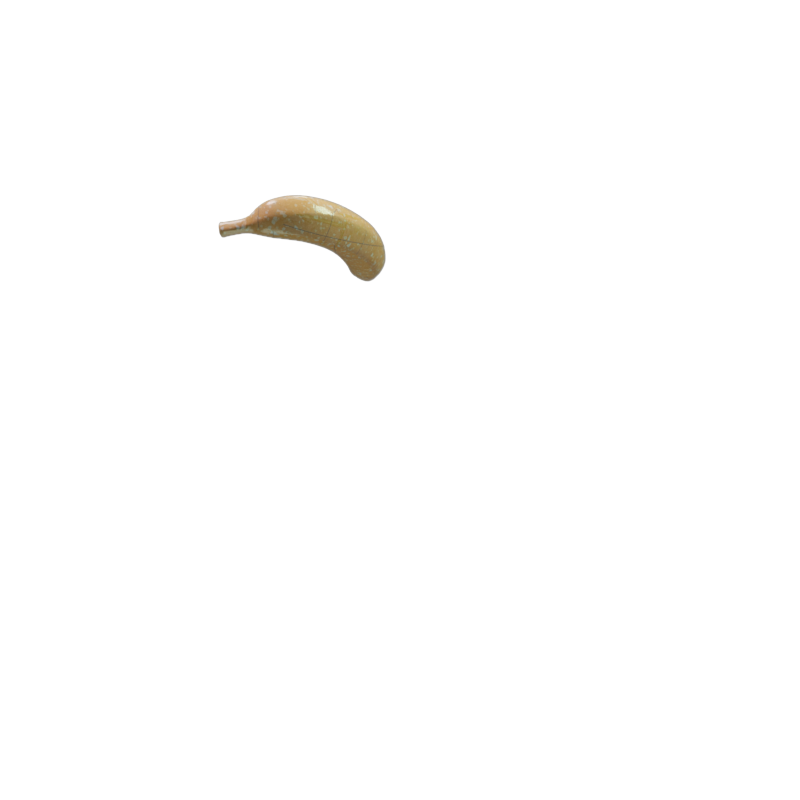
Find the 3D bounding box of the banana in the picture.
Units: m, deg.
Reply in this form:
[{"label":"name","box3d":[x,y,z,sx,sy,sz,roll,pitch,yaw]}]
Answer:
[{"label":"banana","box3d":[-0.059,-0.133,0.904,0.071,0.038,0.187,-8,-13,35]}]
